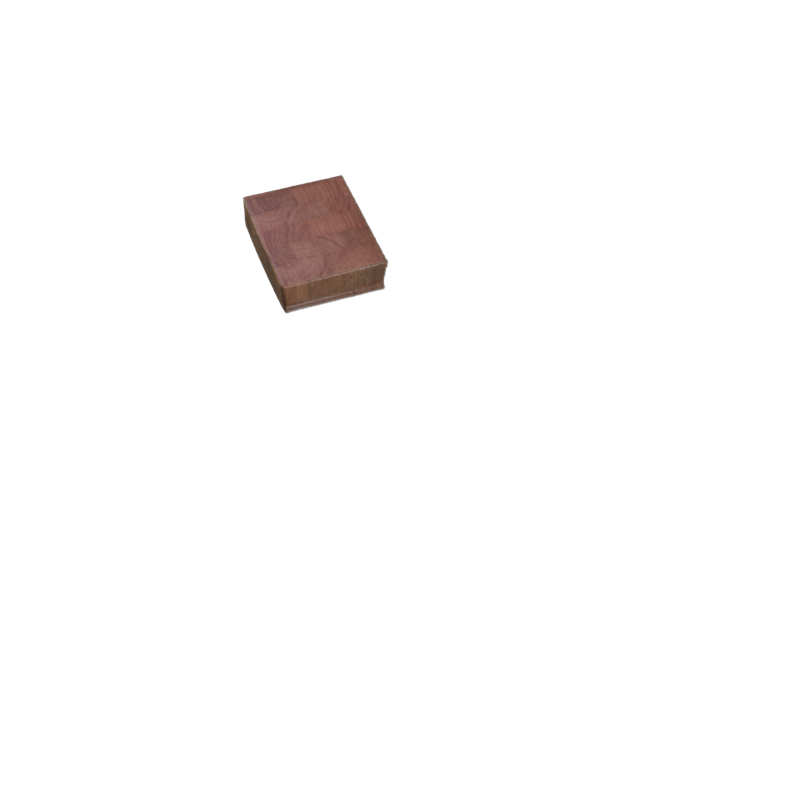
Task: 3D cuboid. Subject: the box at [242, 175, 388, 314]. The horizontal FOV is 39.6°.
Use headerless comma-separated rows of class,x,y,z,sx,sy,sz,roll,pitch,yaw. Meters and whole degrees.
box,-0.072,-0.130,0.914,0.089,0.123,0.036,-16,-37,-13
